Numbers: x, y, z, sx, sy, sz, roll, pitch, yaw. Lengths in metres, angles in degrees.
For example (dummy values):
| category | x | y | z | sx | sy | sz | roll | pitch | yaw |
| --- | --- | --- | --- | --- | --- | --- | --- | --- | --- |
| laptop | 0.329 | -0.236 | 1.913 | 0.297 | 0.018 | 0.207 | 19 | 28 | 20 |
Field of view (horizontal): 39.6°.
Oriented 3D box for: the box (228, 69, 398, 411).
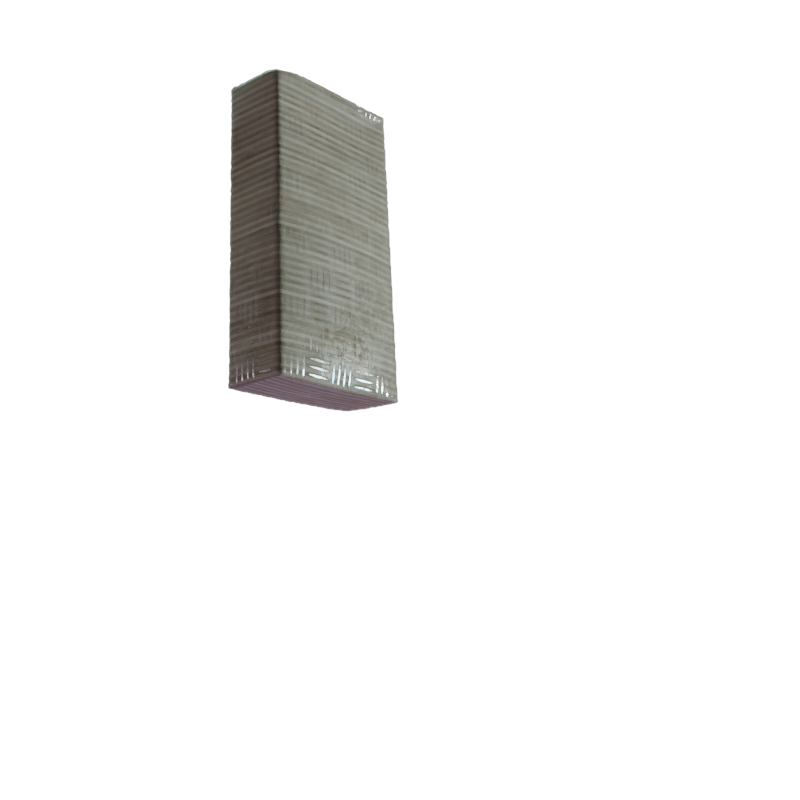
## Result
| category | x | y | z | sx | sy | sz | roll | pitch | yaw |
| --- | --- | --- | --- | --- | --- | --- | --- | --- | --- |
| box | -0.048 | -0.088 | 0.613 | 0.049 | 0.184 | 0.088 | -18 | -24 | 40 |
